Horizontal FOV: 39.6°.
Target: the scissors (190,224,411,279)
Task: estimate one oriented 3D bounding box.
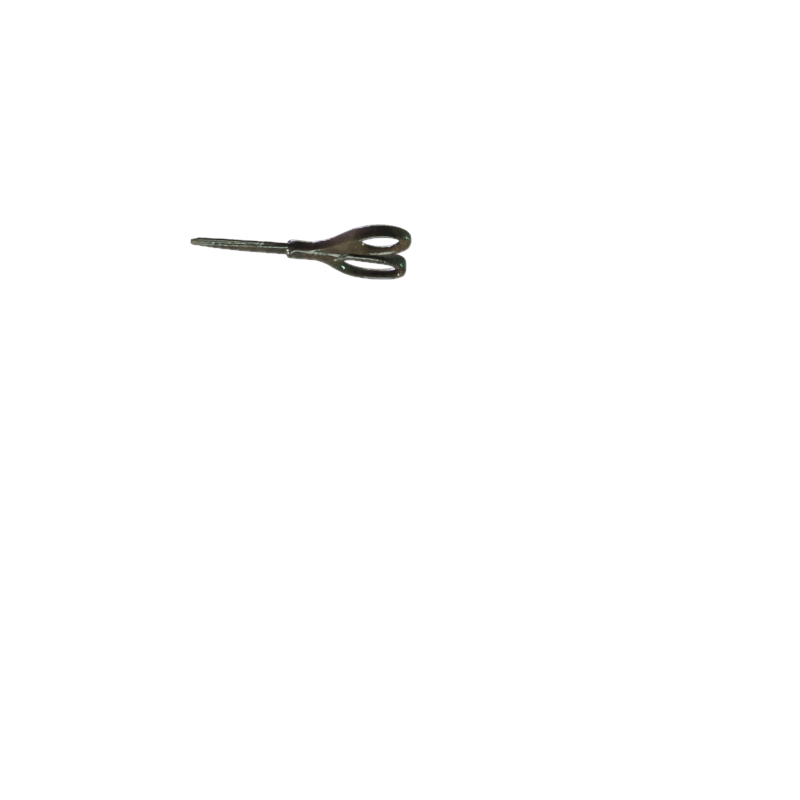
[{"bbox_3d":[-0.078,-0.142,0.997,0.194,0.017,0.094,10,-25,-23],"label":"scissors"}]
